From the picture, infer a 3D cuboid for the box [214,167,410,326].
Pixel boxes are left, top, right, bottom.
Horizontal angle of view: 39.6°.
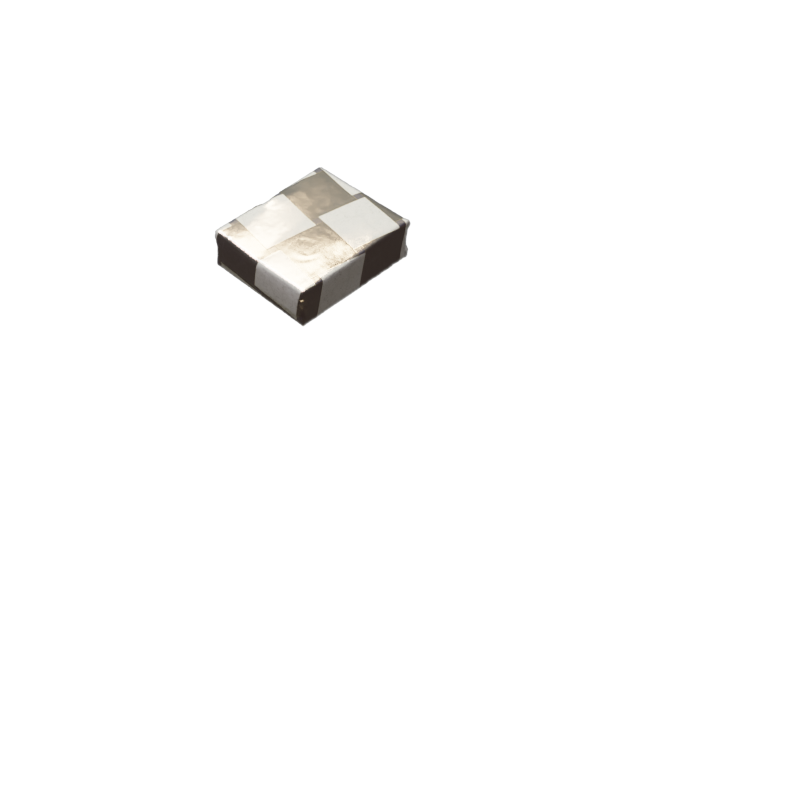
[{"bbox_3d":[-0.050,-0.091,0.639,0.078,0.028,0.090,34,55,29],"label":"box"}]
